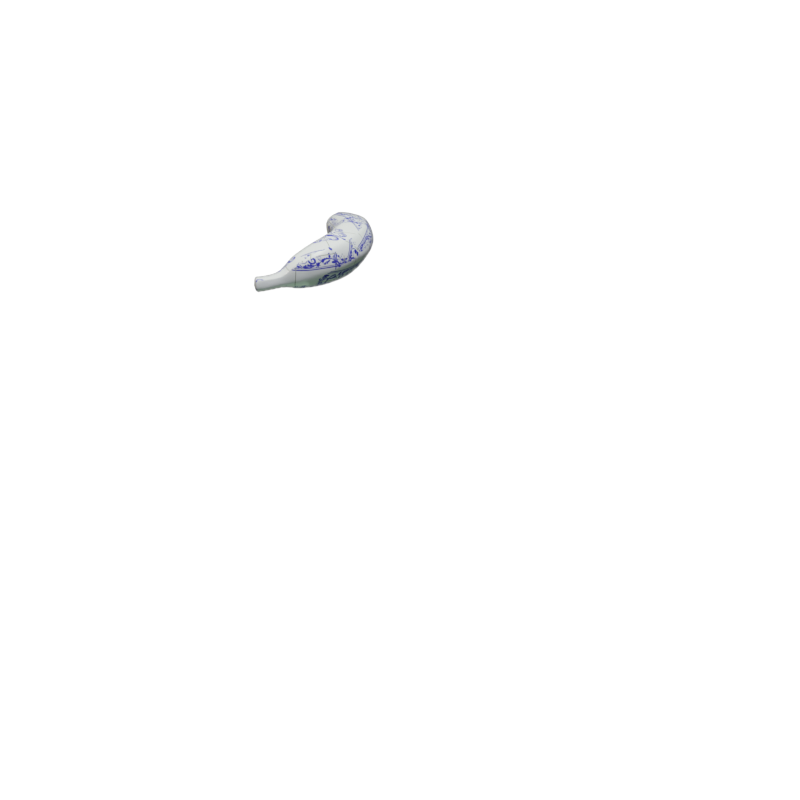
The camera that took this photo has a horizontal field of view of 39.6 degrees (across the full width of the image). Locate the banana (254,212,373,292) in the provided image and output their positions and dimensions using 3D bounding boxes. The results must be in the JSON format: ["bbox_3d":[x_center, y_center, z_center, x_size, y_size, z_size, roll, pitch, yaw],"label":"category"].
[{"bbox_3d":[-0.058,-0.133,0.946,0.071,0.035,0.201,6,22,15],"label":"banana"}]
